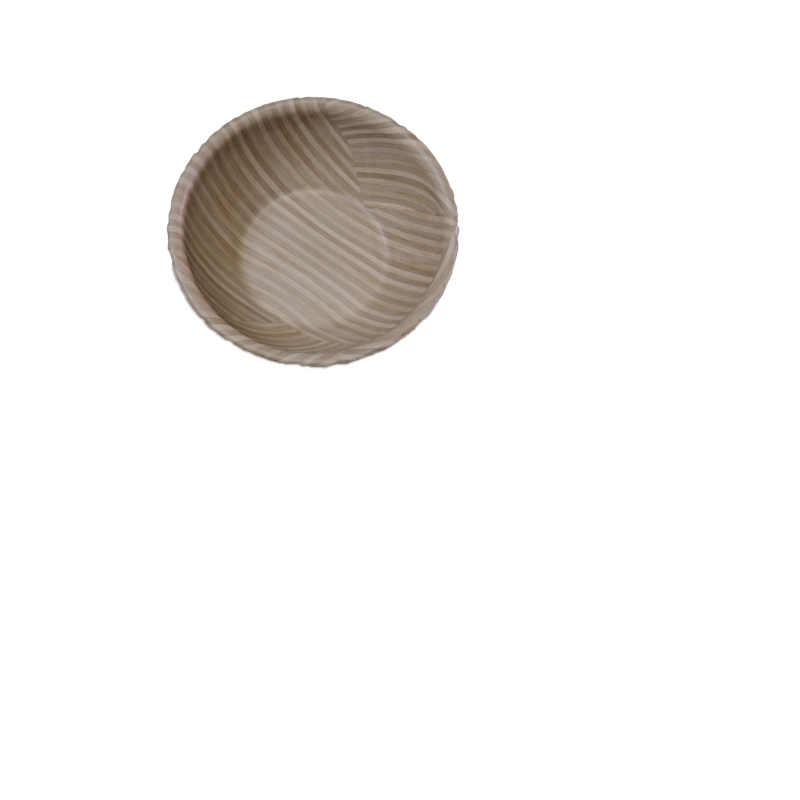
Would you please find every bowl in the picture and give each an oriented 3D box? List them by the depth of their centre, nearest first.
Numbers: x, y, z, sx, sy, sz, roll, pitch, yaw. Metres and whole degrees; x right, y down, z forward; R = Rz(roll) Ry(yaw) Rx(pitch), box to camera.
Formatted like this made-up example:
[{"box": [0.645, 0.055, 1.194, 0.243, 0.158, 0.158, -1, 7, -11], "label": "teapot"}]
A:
[{"box": [-0.050, -0.091, 0.637, 0.162, 0.170, 0.053, -1, -20, -1], "label": "bowl"}]
